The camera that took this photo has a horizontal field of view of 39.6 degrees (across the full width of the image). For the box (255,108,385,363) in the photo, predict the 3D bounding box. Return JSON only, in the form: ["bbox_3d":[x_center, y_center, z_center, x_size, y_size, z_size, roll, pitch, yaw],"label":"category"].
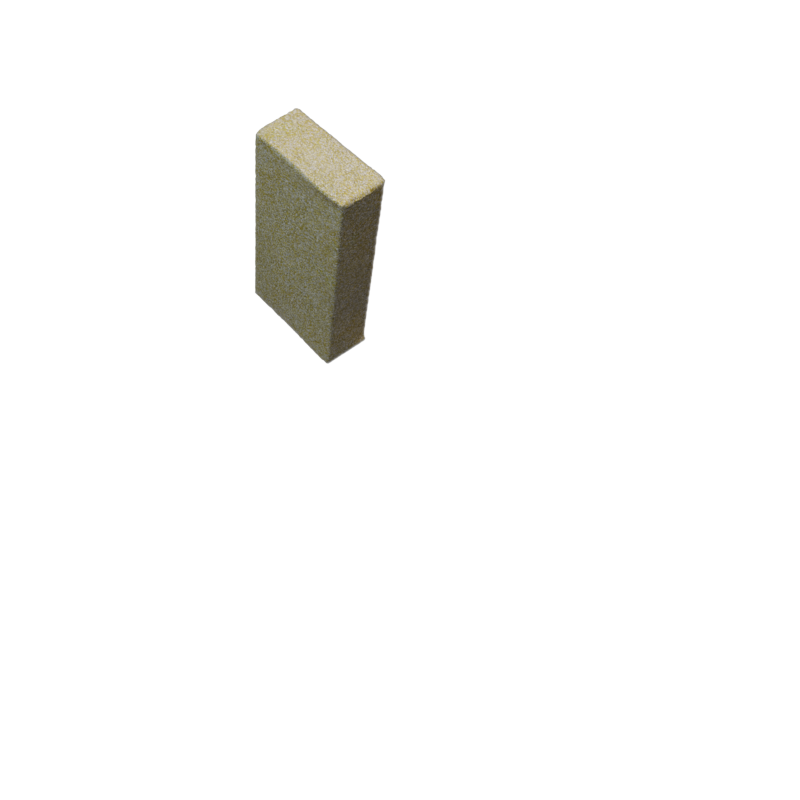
[{"bbox_3d":[-0.063,-0.114,0.797,0.048,0.099,0.165,-34,-27,-25],"label":"box"}]
